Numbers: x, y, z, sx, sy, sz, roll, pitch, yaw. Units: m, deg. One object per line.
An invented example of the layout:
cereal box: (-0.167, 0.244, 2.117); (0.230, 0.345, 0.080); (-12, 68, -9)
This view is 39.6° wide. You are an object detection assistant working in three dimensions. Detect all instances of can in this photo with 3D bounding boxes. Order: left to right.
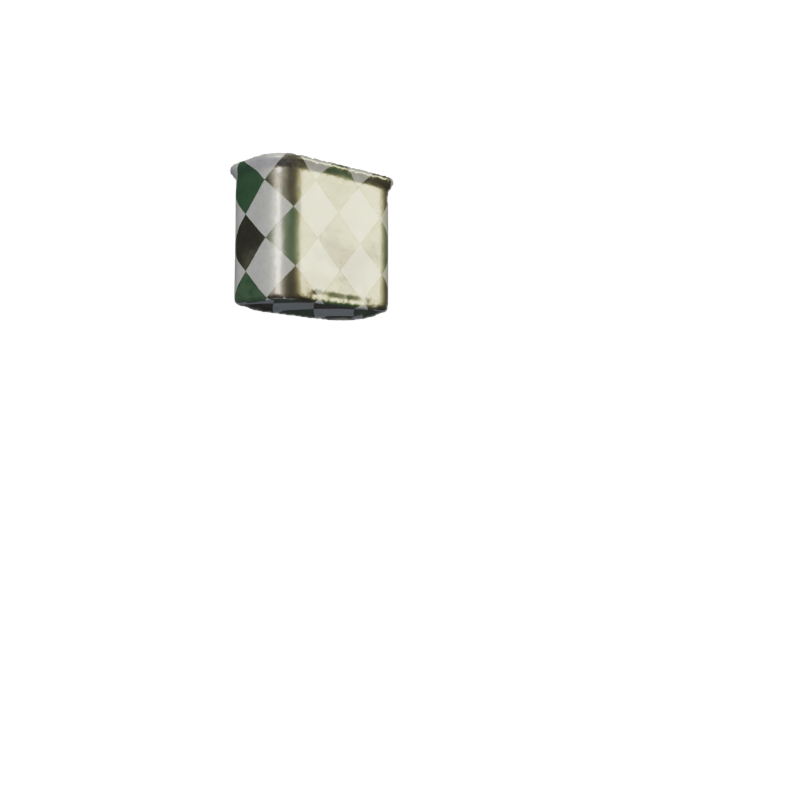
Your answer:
can: (-0.052, -0.095, 0.665); (0.097, 0.086, 0.059); (6, -11, -43)
